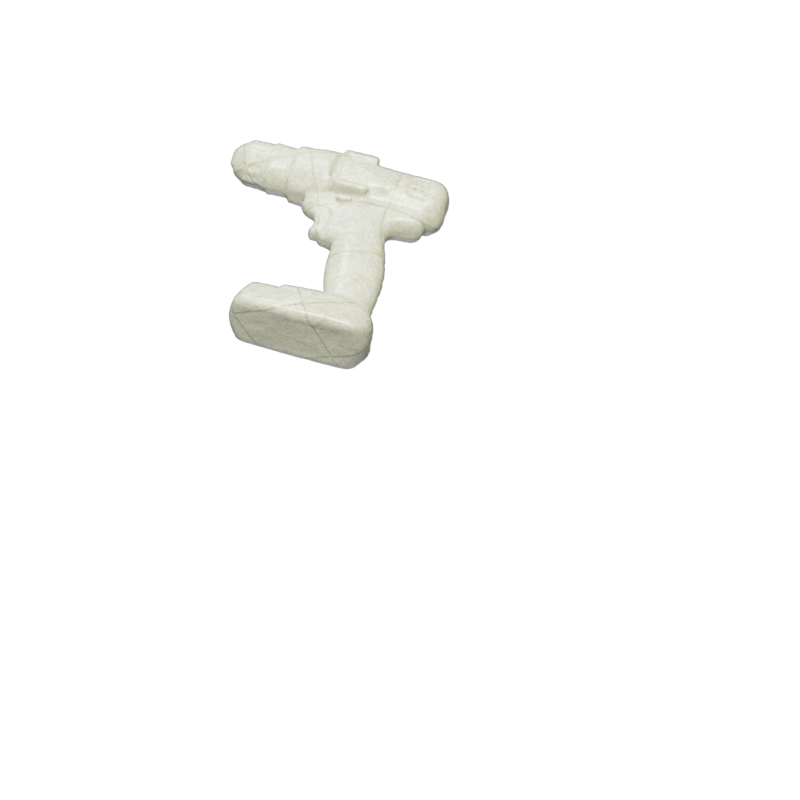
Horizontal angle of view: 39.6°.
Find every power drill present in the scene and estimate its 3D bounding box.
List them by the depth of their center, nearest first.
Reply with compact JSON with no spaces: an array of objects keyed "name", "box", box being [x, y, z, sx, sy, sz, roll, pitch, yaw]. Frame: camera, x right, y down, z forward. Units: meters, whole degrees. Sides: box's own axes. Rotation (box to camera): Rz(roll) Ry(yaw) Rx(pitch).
[{"name":"power drill","box":[-0.068,-0.124,0.869,0.188,0.197,0.053,13,-37,9]}]
